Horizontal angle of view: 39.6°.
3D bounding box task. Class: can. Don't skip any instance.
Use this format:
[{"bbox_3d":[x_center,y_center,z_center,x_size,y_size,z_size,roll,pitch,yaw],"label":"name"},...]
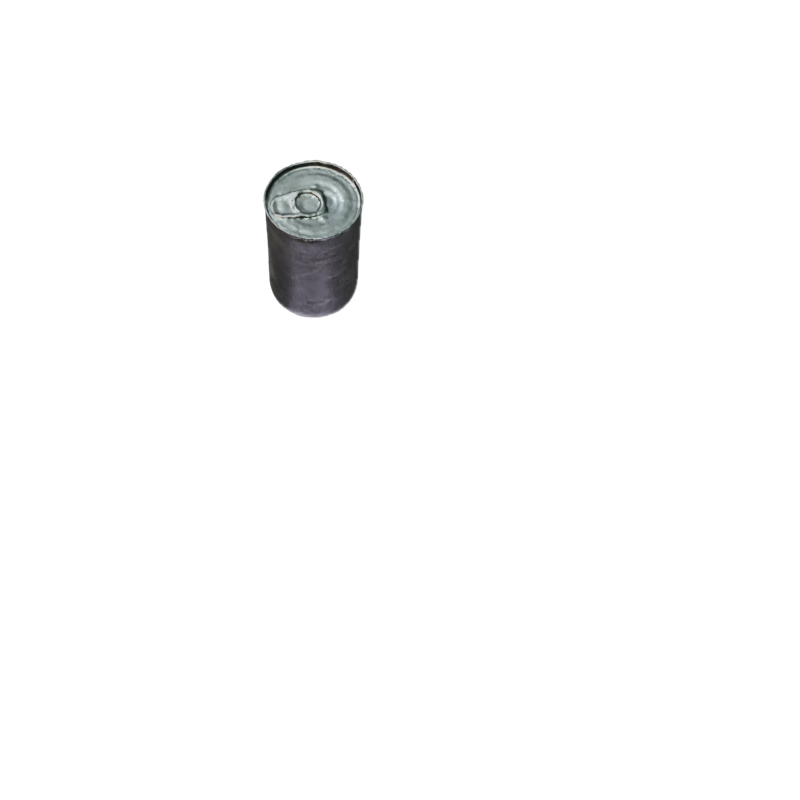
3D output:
[{"bbox_3d":[-0.062,-0.113,0.790,0.068,0.073,0.096,0,-31,-3],"label":"can"}]
